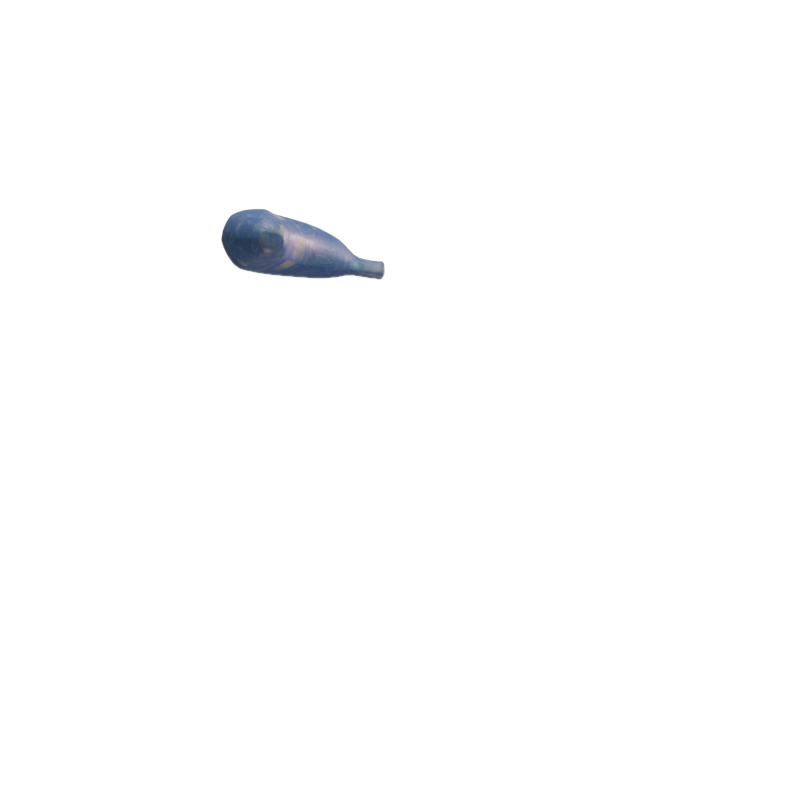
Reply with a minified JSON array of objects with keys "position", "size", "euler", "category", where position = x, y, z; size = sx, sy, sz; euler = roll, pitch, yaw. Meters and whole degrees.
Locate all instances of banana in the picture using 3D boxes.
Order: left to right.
[{"position":[-0.068,-0.095,0.671],"size":[0.071,0.037,0.193],"euler":[0,3,17],"category":"banana"}]
